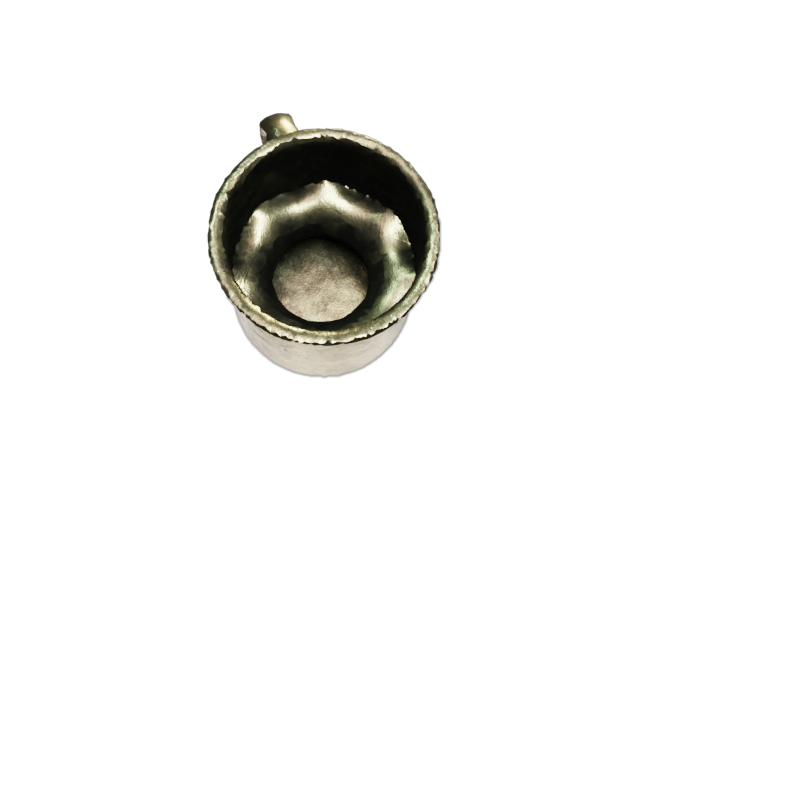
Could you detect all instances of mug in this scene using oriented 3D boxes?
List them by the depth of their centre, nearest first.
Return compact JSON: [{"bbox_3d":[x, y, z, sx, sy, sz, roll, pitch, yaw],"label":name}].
[{"bbox_3d":[-0.038,-0.069,0.481,0.093,0.123,0.078,-21,-16,-8],"label":"mug"}]
